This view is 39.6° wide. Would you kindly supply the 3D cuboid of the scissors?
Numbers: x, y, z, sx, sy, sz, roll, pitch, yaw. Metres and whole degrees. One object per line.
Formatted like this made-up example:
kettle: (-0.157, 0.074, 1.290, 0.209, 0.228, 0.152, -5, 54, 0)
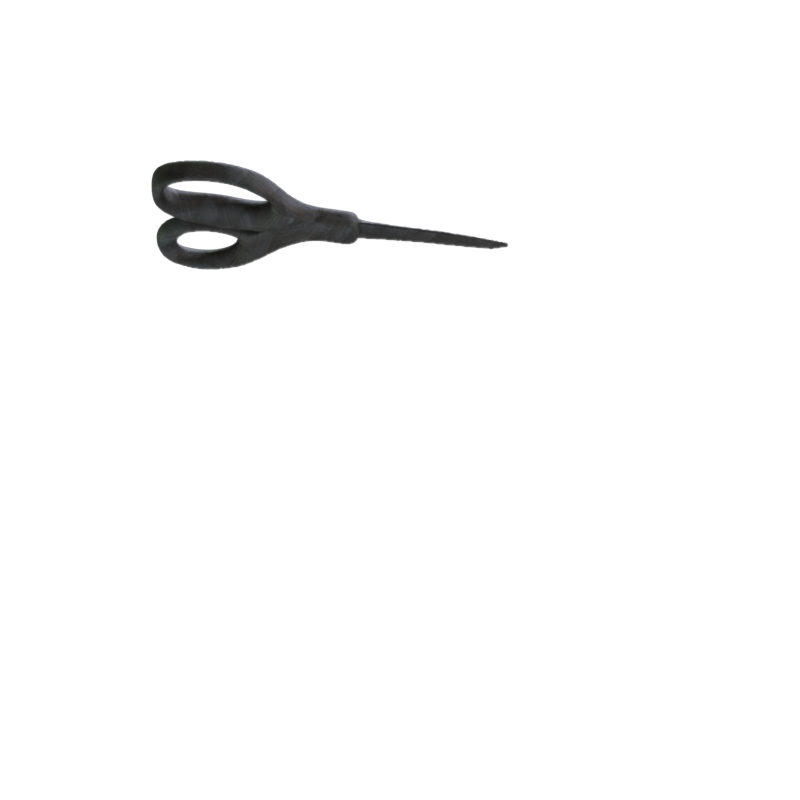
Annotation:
scissors: (-0.049, -0.089, 0.626, 0.194, 0.017, 0.094, 13, -31, -24)
